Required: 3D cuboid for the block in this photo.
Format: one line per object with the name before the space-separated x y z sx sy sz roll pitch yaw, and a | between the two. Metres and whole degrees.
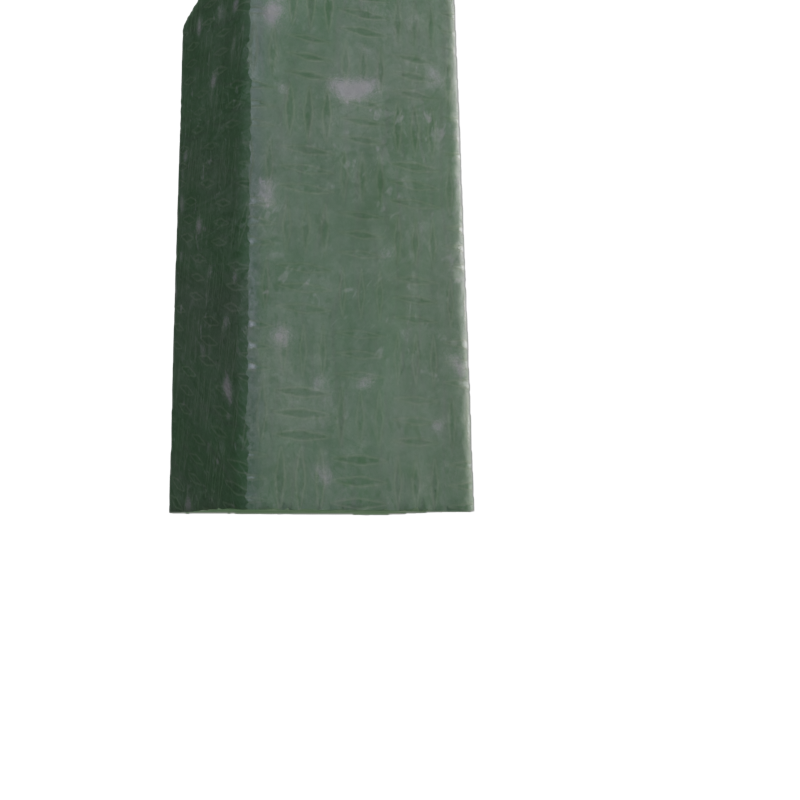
block | -0.034 -0.062 0.433 0.088 0.213 0.090 5 -14 -24
